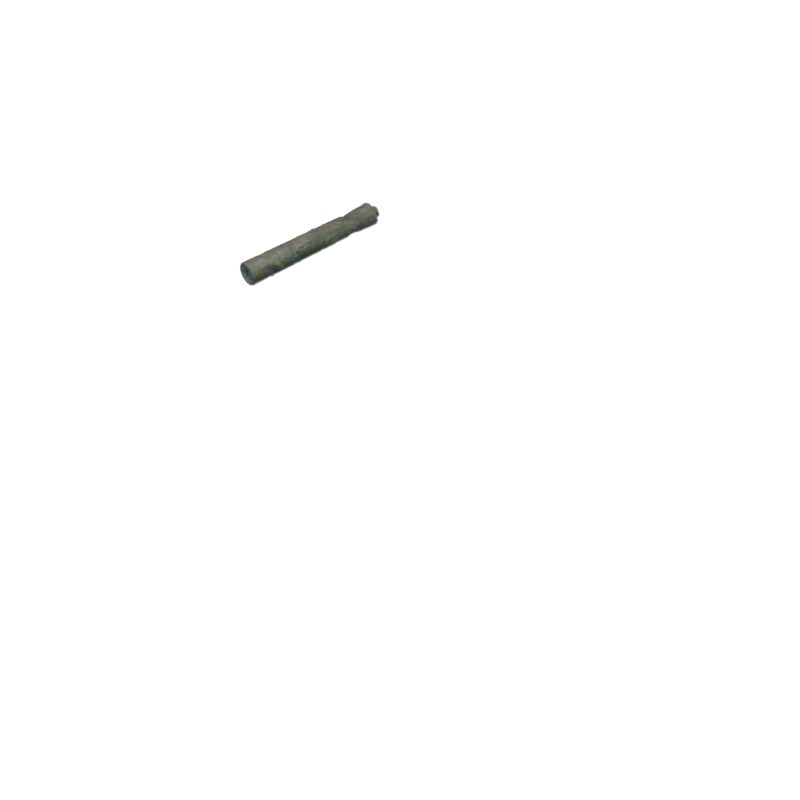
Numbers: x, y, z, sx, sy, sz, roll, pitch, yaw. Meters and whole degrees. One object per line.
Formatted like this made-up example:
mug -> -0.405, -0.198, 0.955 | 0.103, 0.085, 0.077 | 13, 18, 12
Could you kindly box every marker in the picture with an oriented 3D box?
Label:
marker -> -0.065, -0.119, 0.833 | 0.121, 0.019, 0.020 | -30, 18, -26
